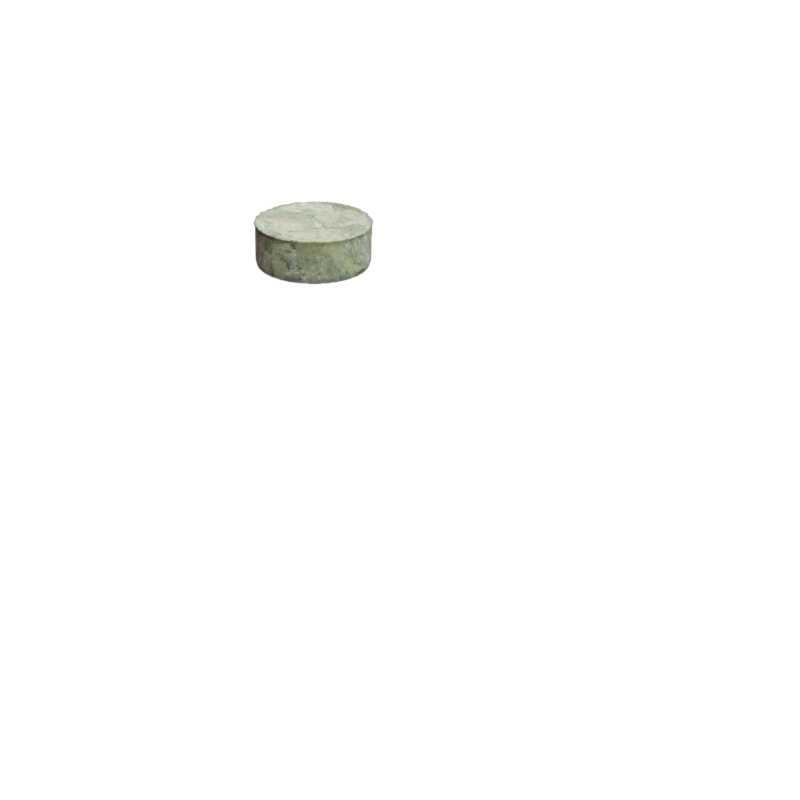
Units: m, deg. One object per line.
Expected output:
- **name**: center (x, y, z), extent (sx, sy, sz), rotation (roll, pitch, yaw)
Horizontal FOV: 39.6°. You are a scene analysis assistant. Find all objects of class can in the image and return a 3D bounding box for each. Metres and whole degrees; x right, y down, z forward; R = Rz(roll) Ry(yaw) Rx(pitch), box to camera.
- **can**: center (-0.063, -0.115, 0.804), extent (0.086, 0.032, 0.091), rotation (-1, 27, -2)
